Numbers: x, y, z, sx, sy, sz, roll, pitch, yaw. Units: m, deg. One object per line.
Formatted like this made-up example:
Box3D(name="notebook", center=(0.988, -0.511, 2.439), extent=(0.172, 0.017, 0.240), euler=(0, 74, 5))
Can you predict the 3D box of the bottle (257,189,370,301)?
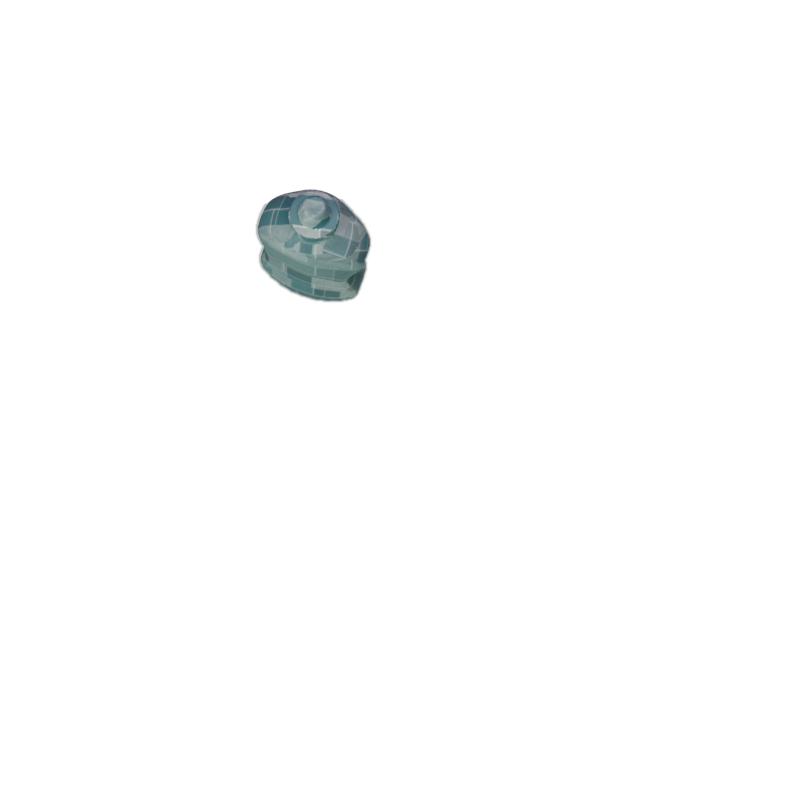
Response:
Box3D(name="bottle", center=(-0.074, -0.136, 0.950), extent=(0.097, 0.060, 0.186), euler=(22, -10, 0))
